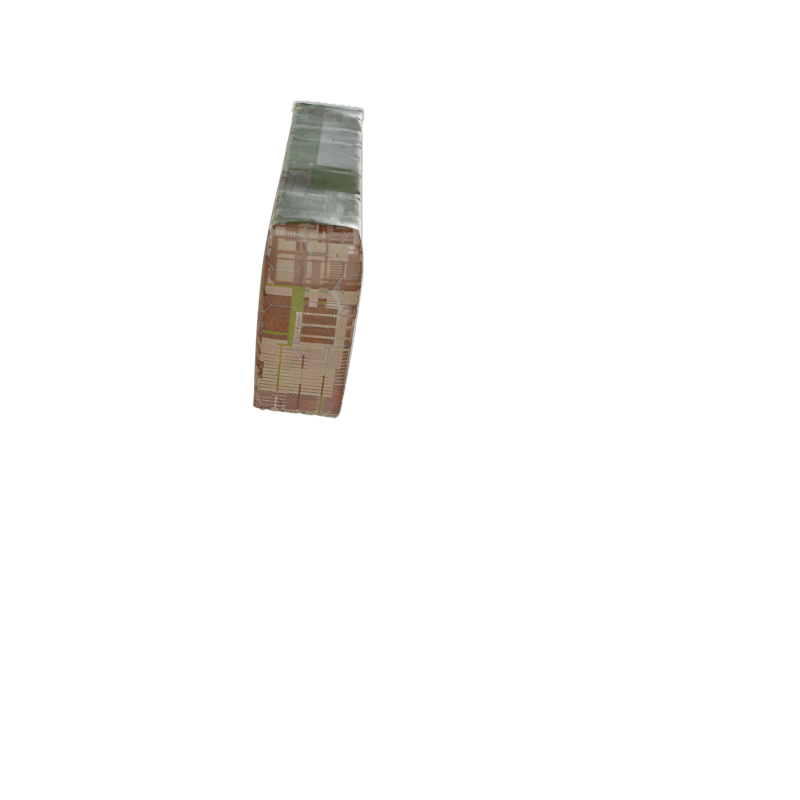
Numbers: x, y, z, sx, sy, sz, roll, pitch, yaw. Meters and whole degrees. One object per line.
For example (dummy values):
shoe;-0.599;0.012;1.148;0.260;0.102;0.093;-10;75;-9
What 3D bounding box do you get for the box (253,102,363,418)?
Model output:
box;-0.044;-0.079;0.555;0.048;0.089;0.187;5;29;-7
